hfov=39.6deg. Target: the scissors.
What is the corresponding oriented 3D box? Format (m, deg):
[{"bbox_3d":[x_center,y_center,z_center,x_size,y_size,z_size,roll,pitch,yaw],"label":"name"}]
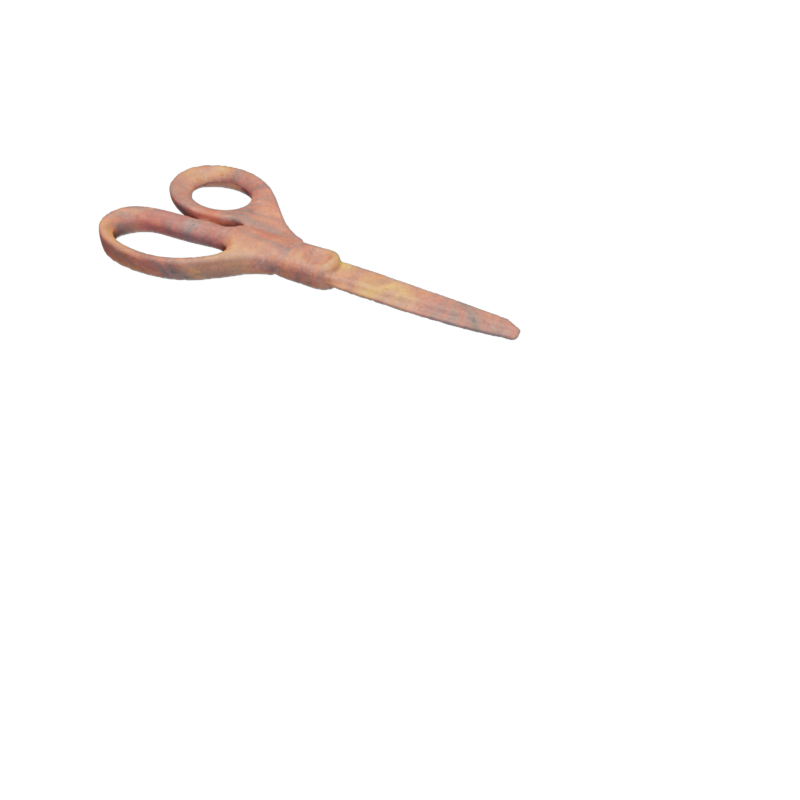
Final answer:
[{"bbox_3d":[-0.041,-0.075,0.523,0.205,0.015,0.101,9,41,10],"label":"scissors"}]
